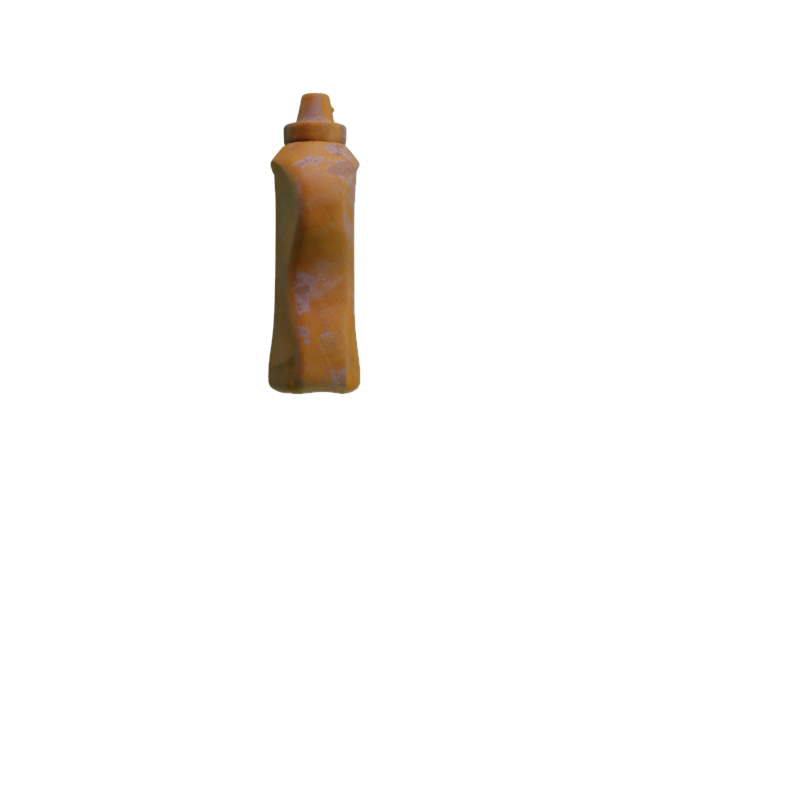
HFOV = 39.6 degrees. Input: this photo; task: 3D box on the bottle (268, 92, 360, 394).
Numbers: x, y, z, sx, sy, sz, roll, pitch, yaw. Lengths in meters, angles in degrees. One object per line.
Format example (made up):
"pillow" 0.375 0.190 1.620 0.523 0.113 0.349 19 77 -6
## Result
"bottle" -0.056 -0.102 0.716 0.058 0.193 0.096 0 -3 -9
